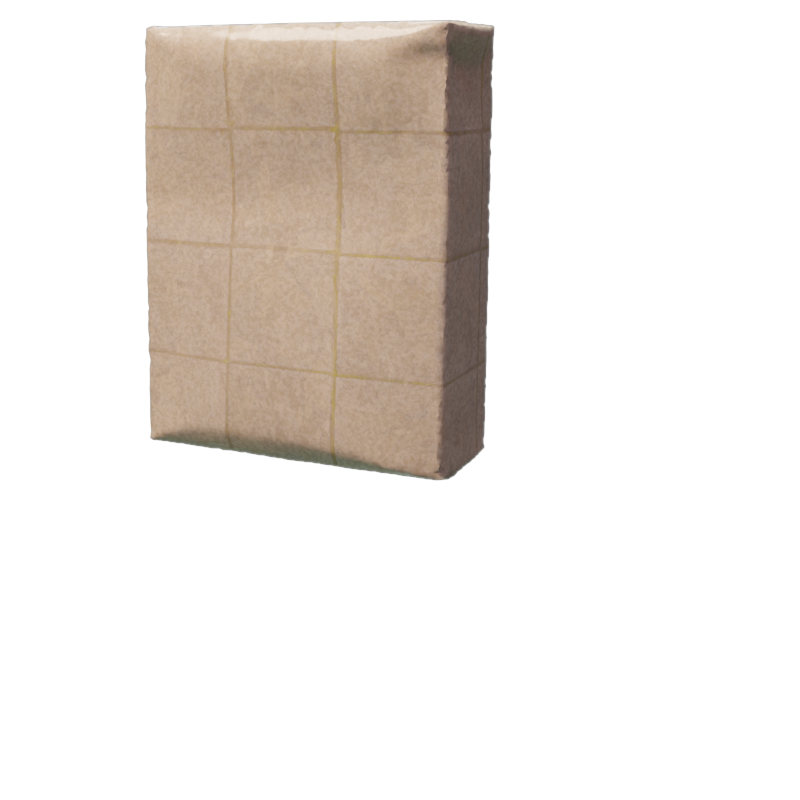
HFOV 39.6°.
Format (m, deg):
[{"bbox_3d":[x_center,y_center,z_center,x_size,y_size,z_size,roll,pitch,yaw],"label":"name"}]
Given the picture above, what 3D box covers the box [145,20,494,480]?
[{"bbox_3d":[-0.043,-0.079,0.551,0.170,0.209,0.071,6,10,24],"label":"box"}]
